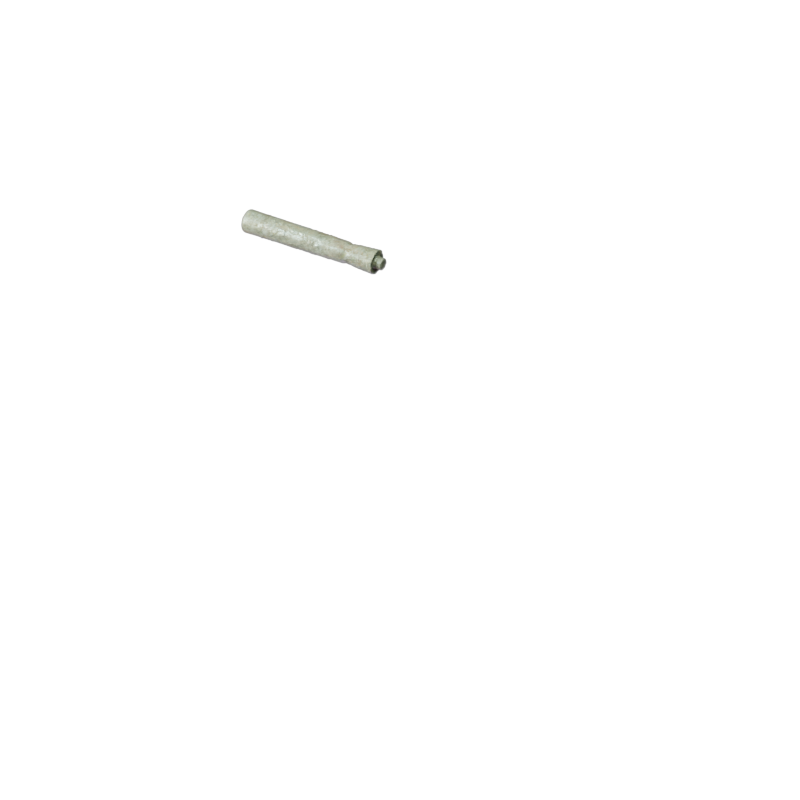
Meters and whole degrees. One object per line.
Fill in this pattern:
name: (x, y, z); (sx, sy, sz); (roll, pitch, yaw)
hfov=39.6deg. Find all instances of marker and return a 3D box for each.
marker: (-0.065, -0.119, 0.831); (0.127, 0.019, 0.019); (21, 13, 26)
